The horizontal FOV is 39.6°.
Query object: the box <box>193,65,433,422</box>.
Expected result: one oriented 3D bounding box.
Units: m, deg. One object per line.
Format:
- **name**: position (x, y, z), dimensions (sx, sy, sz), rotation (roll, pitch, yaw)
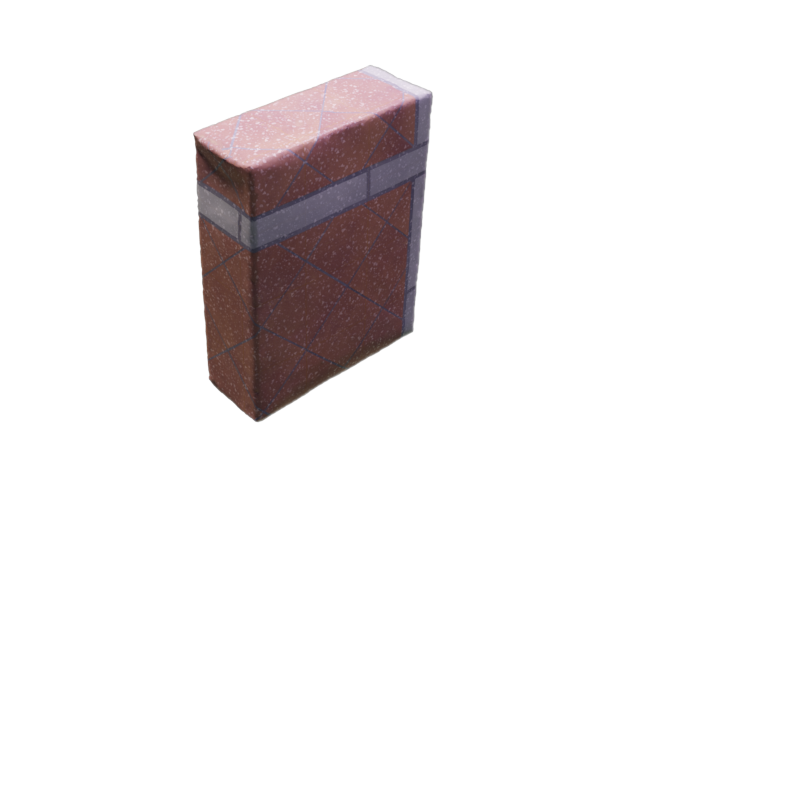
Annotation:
- **box**: position (-0.062, -0.114, 0.796), dimensions (0.164, 0.200, 0.077), rotation (-30, 47, -35)
